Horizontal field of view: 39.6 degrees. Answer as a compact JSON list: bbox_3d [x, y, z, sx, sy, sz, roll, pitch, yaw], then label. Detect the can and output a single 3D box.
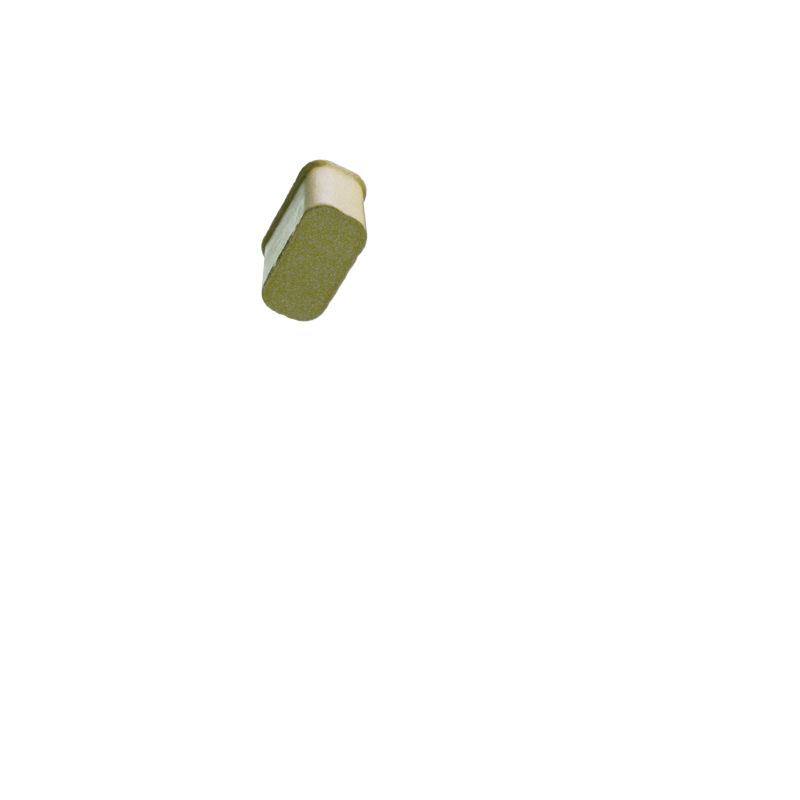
[{"bbox_3d":[-0.066,-0.121,0.848,0.056,0.099,0.089,25,25,-17],"label":"can"}]
